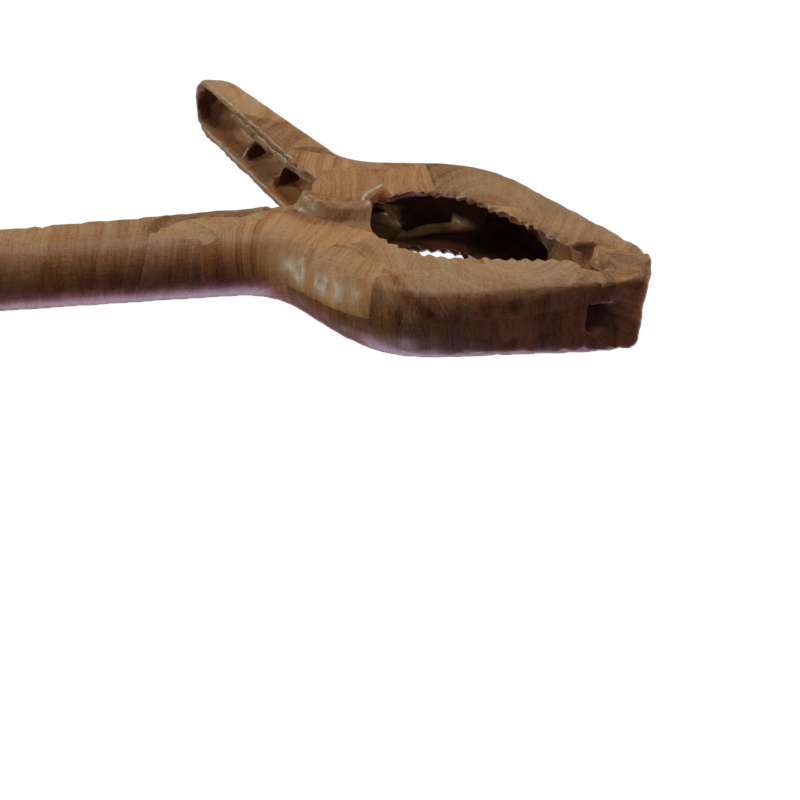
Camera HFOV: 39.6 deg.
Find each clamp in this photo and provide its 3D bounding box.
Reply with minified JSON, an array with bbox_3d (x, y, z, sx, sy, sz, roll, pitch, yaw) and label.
[{"bbox_3d":[-0.029,-0.052,0.367,0.220,0.034,0.168,20,41,24],"label":"clamp"}]
